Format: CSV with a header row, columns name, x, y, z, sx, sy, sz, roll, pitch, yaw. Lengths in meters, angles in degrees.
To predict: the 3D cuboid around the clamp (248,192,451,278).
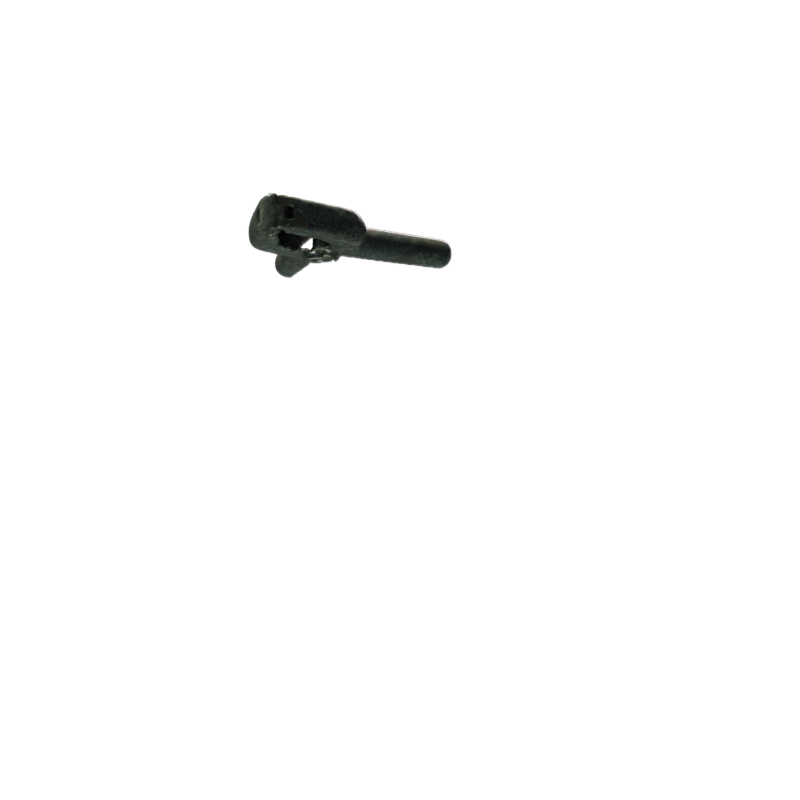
name,x,y,z,sx,sy,sz,roll,pitch,yaw
clamp,-0.072,-0.131,0.915,0.169,0.037,0.200,-3,-5,28
